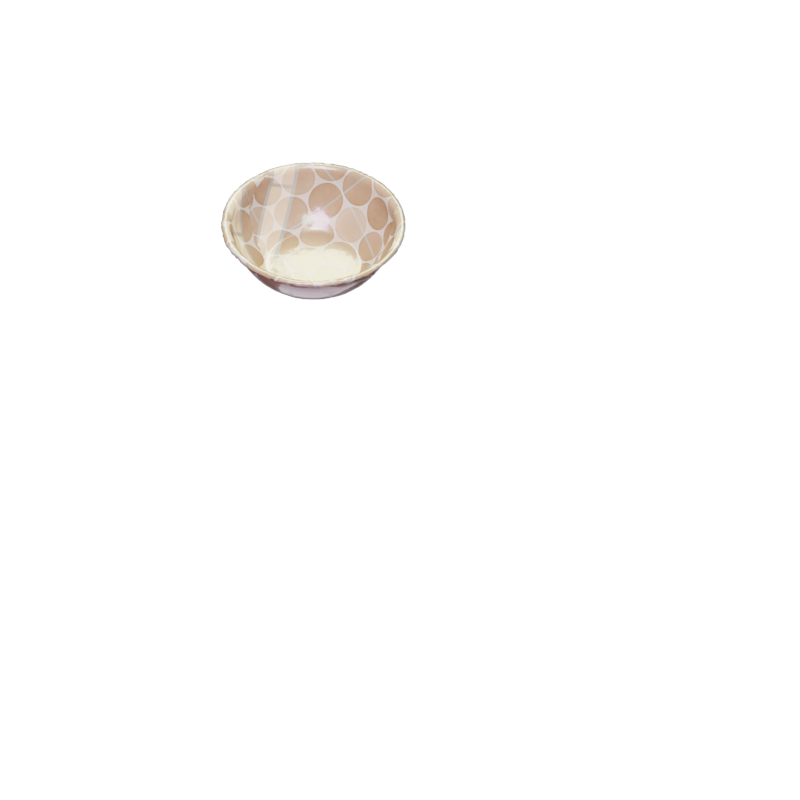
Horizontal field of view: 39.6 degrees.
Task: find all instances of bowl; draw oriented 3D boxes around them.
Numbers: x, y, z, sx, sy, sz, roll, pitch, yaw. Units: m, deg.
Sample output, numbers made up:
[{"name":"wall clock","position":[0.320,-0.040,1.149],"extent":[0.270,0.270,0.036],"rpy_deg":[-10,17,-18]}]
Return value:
[{"name":"bowl","position":[-0.077,-0.141,0.985],"extent":[0.162,0.174,0.051],"rpy_deg":[-1,-43,-1]}]
